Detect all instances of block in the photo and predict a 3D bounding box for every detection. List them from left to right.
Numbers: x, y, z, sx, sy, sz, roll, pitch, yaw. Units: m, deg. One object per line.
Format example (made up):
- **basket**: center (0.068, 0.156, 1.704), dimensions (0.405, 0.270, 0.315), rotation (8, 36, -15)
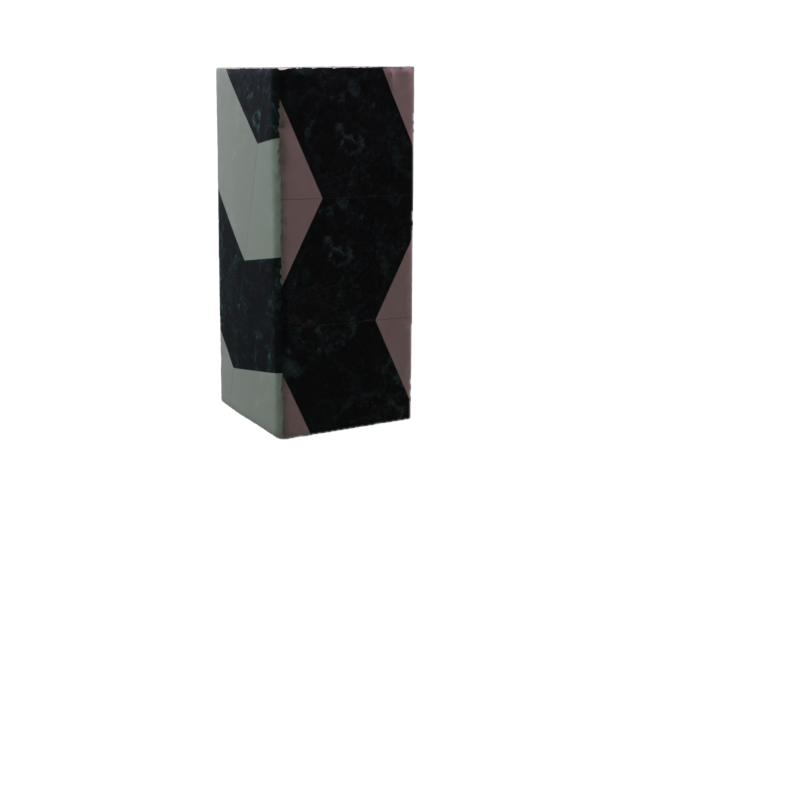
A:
- **block**: center (-0.051, -0.094, 0.658), dimensions (0.088, 0.202, 0.095), rotation (-5, 12, -29)
